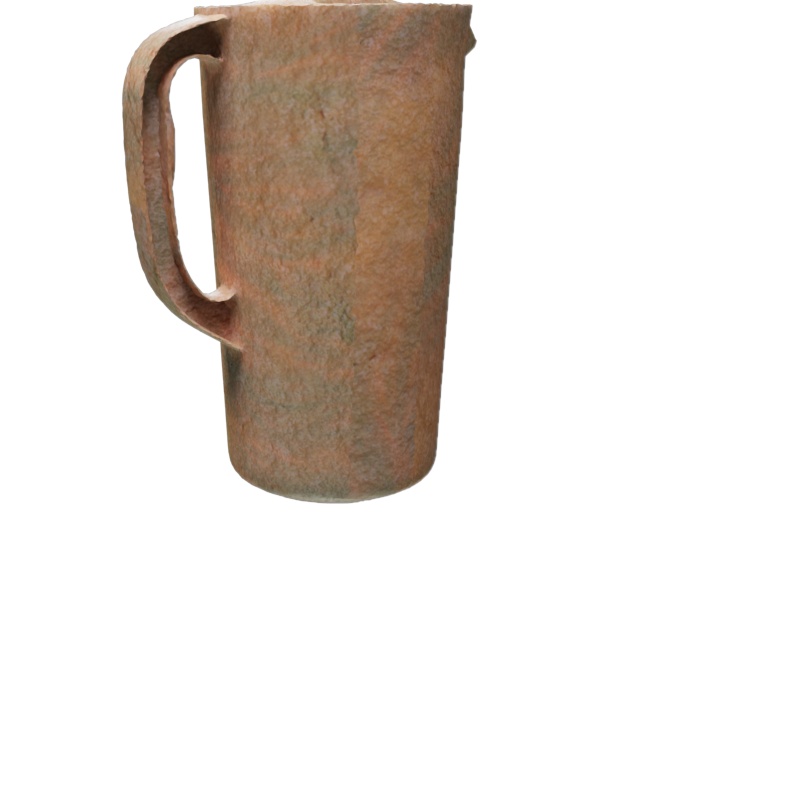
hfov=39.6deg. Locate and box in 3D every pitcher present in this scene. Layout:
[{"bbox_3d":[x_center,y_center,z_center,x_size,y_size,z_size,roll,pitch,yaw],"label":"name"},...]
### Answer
[{"bbox_3d":[-0.043,-0.078,0.548,0.151,0.236,0.147,3,13,10],"label":"pitcher"}]
